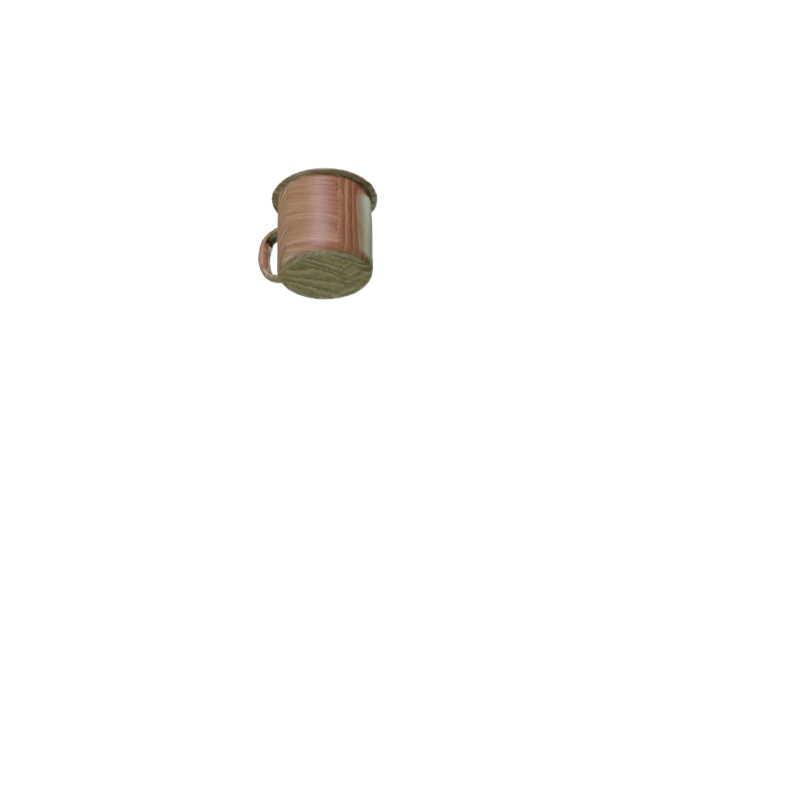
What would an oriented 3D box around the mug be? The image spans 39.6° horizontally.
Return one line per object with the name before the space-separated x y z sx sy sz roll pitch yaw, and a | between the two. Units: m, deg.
mug | -0.075 -0.137 0.959 0.118 0.087 0.086 -17 -33 27
